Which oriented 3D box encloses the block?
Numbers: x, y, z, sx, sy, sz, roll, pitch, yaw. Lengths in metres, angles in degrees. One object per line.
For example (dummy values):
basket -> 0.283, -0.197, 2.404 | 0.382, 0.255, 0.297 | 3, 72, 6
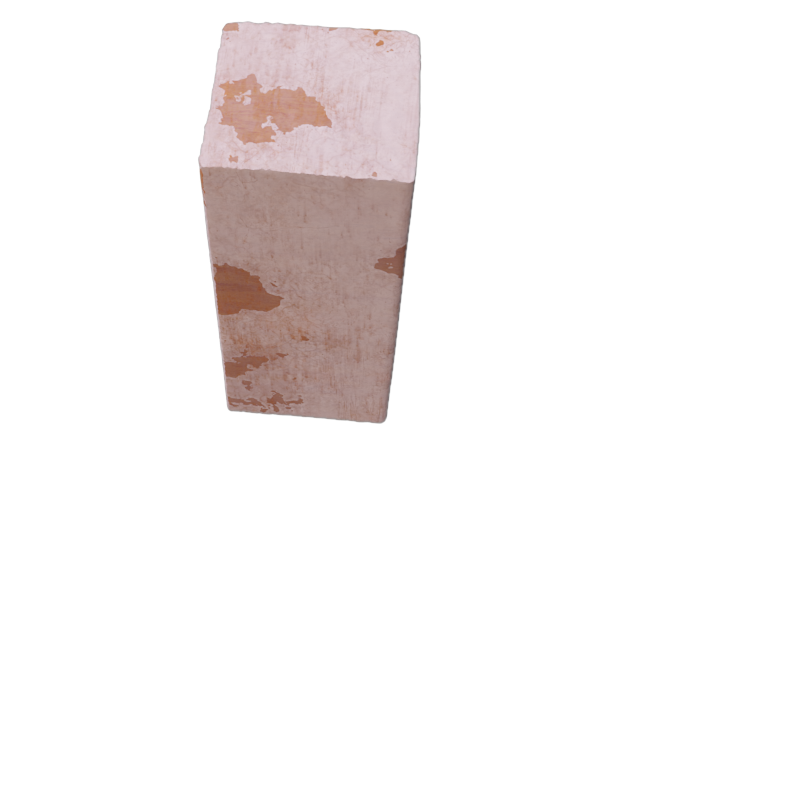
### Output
block -> -0.043, -0.079, 0.552 | 0.091, 0.096, 0.193 | 4, -32, -1
